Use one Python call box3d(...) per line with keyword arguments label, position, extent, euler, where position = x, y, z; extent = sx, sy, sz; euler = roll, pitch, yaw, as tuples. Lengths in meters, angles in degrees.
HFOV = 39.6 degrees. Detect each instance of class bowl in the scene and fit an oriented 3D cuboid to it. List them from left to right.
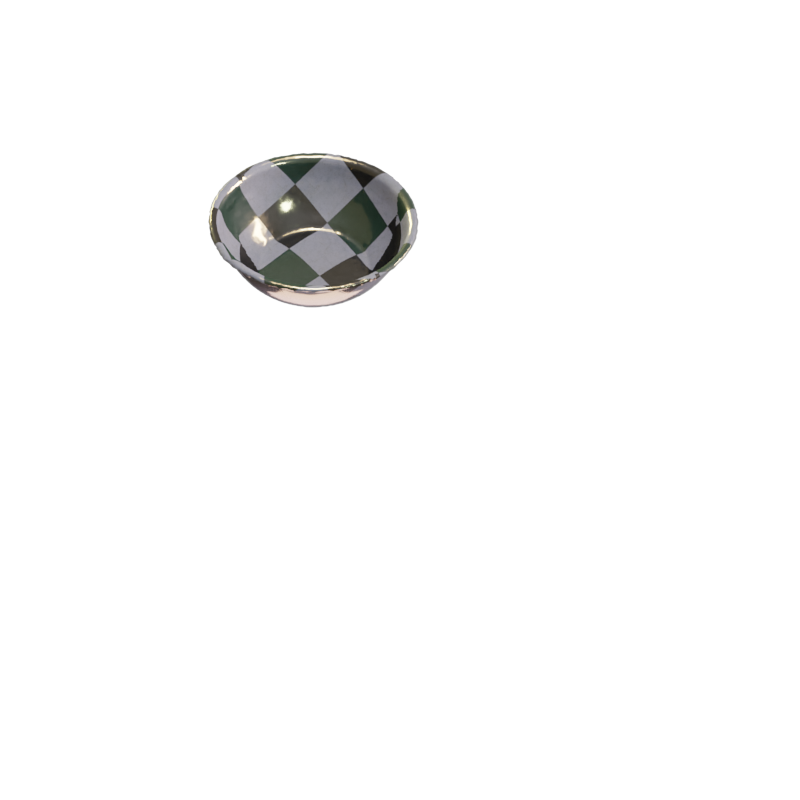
box3d(label="bowl", position=(-0.068, -0.124, 0.870), extent=(0.162, 0.174, 0.051), euler=(-1, -44, -1))
